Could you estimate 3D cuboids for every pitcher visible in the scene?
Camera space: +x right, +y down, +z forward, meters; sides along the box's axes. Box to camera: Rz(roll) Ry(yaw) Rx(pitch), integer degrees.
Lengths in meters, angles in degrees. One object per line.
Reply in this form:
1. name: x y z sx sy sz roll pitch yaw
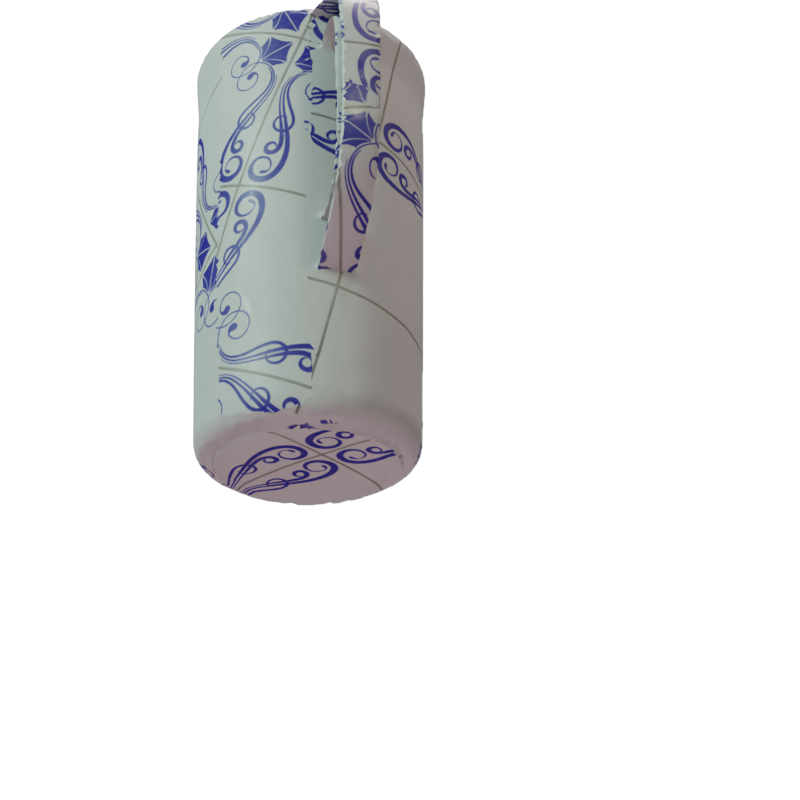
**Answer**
1. pitcher: -0.045 -0.082 0.575 0.146 0.259 0.138 -17 -35 23
